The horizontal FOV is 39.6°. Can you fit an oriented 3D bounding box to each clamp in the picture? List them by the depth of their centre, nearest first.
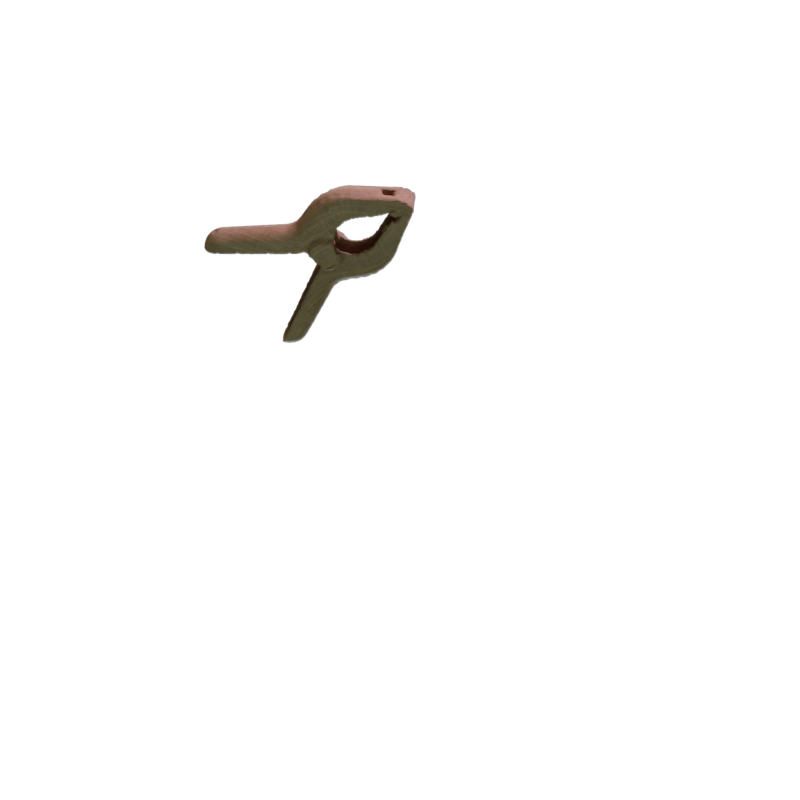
[{"bbox_3d":[-0.069,-0.126,0.885,0.170,0.113,0.042,-37,28,23],"label":"clamp"}]
